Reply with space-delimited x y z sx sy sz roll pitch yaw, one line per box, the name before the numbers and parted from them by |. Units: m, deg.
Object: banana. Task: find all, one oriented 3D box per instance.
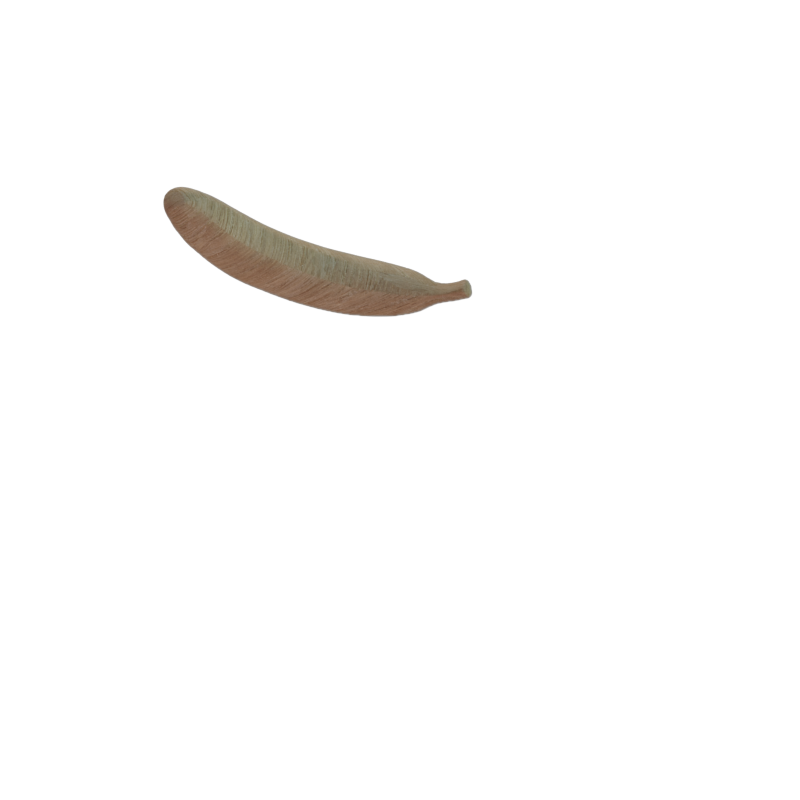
banana | -0.057 -0.085 0.666 0.190 0.039 0.068 13 -32 -23
